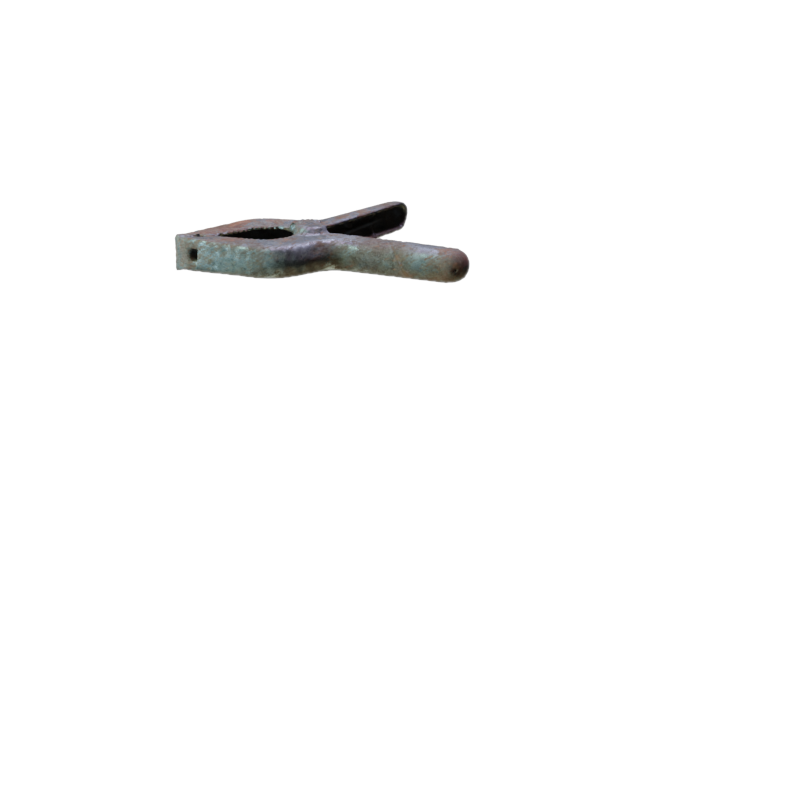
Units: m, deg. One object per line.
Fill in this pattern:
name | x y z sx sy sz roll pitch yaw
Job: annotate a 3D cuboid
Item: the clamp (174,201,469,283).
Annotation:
clamp | -0.067 -0.122 0.854 0.208 0.035 0.173 -3 22 -7
